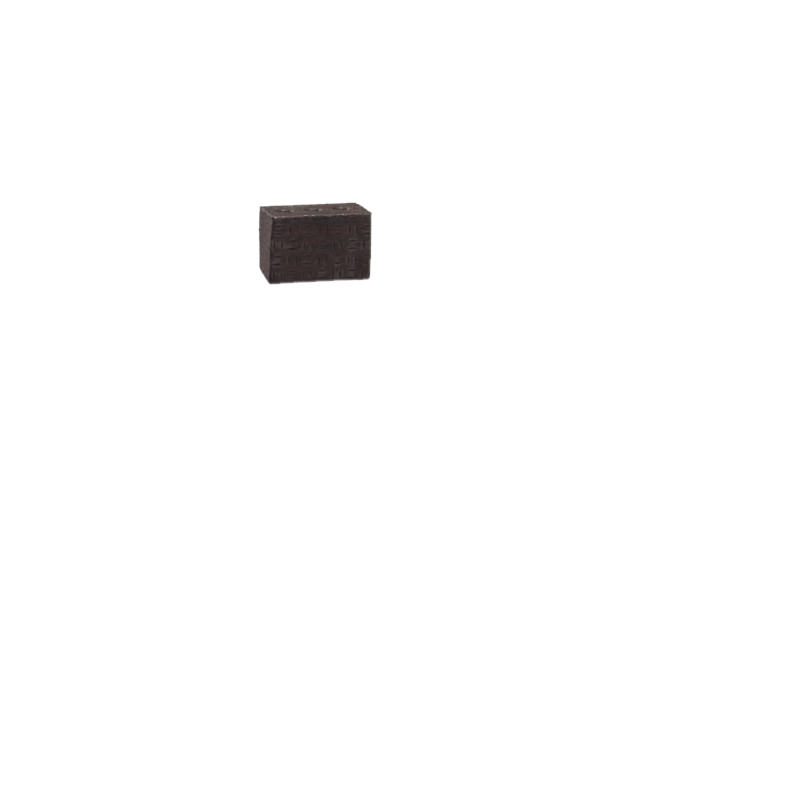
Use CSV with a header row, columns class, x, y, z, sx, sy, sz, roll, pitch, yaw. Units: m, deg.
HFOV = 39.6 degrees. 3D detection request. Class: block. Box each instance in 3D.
class,x,y,z,sx,sy,sz,roll,pitch,yaw
block,-0.066,-0.119,0.837,0.077,0.050,0.055,-4,17,-14
